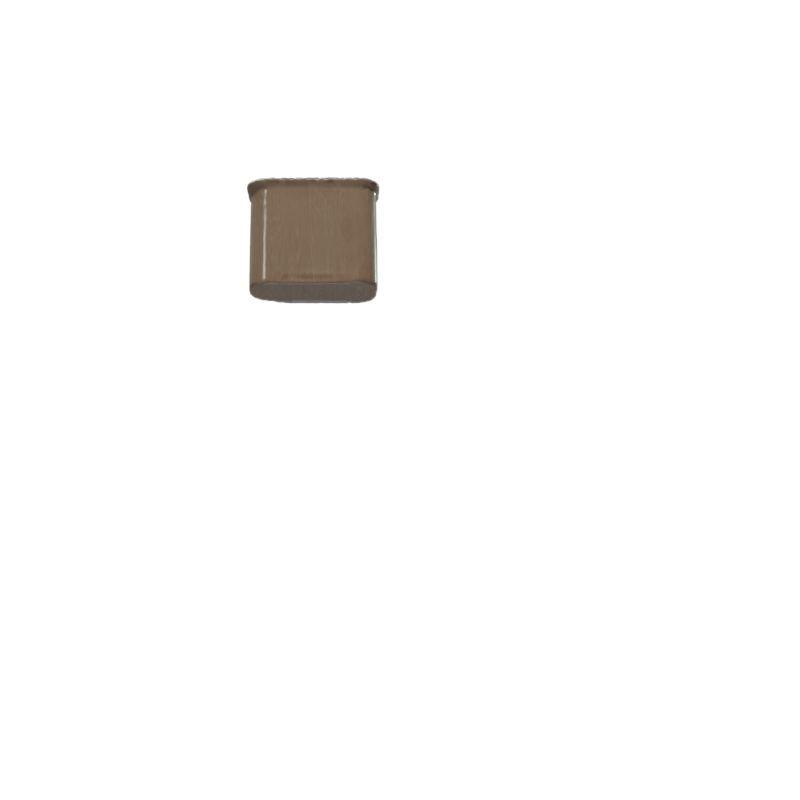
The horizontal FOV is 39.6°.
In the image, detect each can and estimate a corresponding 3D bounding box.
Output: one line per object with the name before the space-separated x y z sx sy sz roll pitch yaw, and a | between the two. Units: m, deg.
can | -0.066 -0.121 0.846 0.102 0.087 0.055 0 -17 -1
